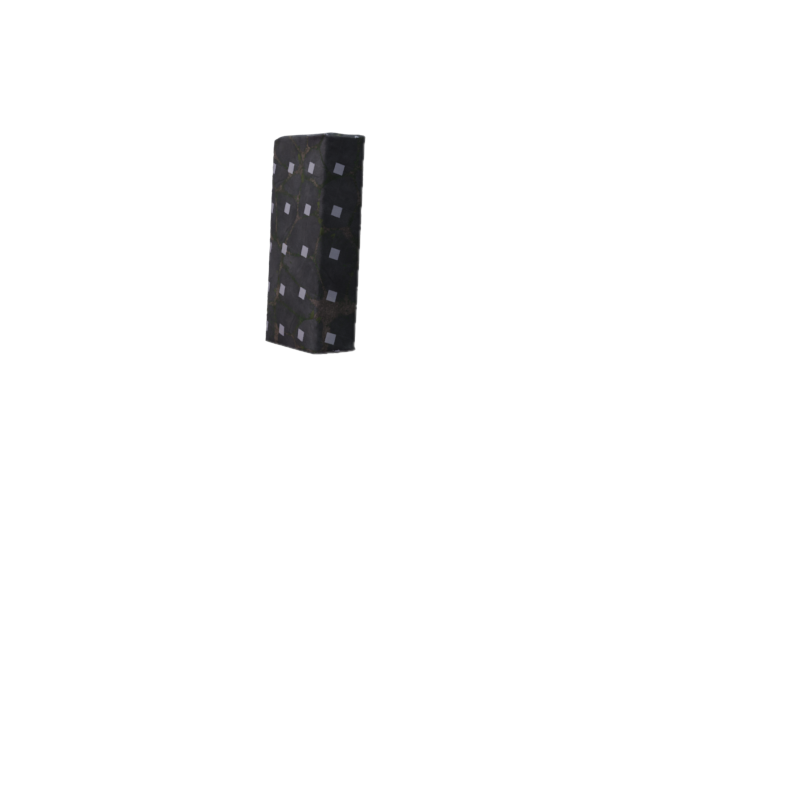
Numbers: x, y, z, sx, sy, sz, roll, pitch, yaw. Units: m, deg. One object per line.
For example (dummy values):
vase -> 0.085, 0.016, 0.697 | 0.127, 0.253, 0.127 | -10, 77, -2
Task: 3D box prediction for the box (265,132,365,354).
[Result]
box -> -0.072, -0.131, 0.916 | 0.046, 0.175, 0.097 | -1, 4, -32
